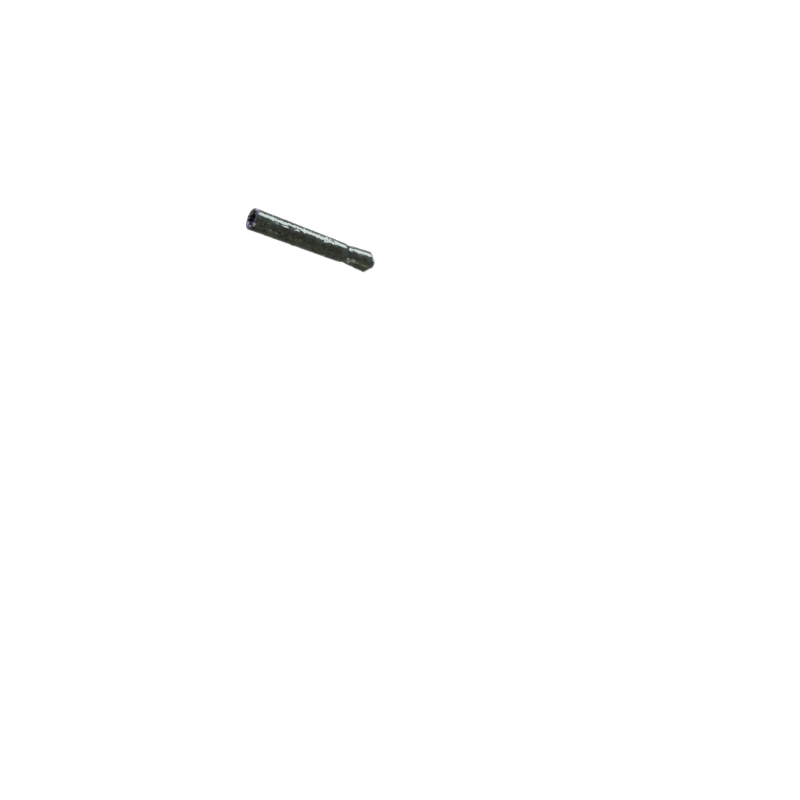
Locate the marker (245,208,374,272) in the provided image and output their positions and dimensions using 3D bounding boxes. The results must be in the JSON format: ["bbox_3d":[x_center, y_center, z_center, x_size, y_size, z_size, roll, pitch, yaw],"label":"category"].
[{"bbox_3d":[-0.073,-0.133,0.933,0.115,0.020,0.020,17,-5,-27],"label":"marker"}]
